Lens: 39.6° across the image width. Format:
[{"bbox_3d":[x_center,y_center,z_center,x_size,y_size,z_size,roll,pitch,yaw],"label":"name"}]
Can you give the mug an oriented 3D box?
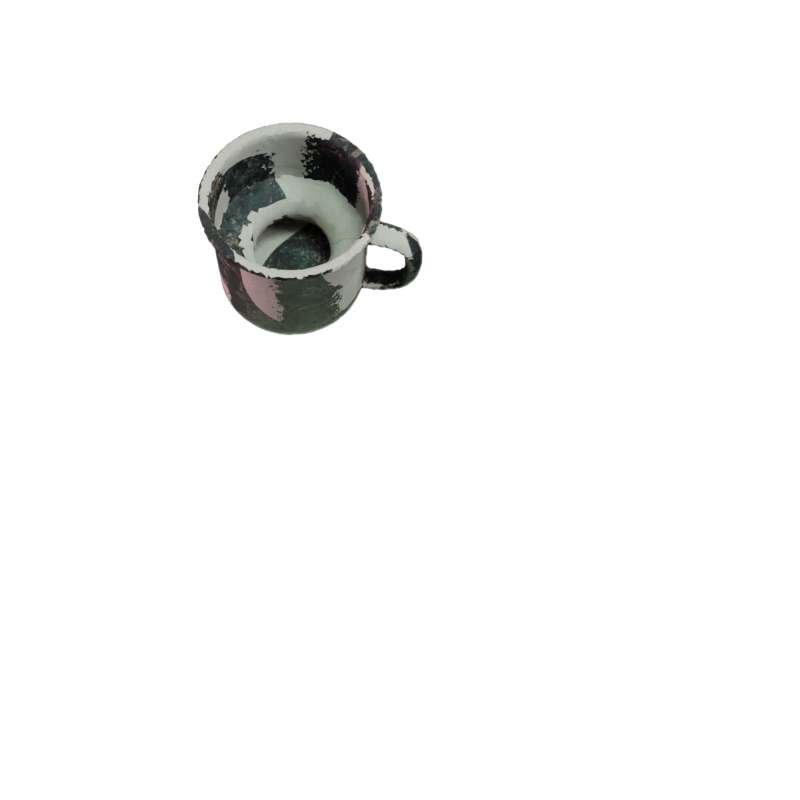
[{"bbox_3d":[-0.046,-0.084,0.589,0.118,0.098,0.077,11,-26,4],"label":"mug"}]
